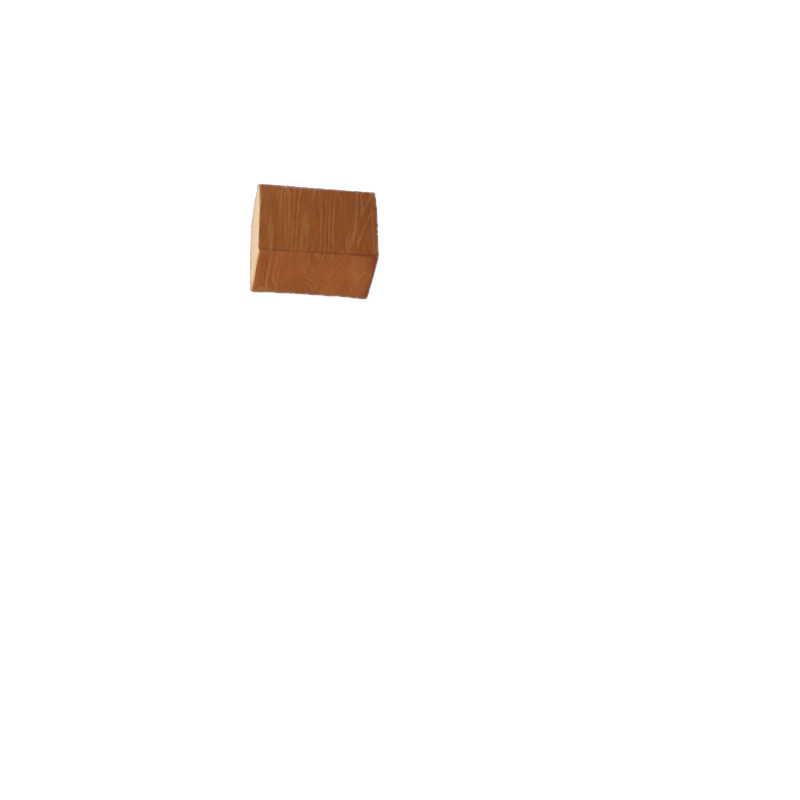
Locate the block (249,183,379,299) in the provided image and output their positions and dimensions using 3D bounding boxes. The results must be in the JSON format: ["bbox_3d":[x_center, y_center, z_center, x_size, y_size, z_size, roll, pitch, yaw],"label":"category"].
[{"bbox_3d":[-0.056,-0.101,0.709,0.077,0.055,0.050,4,-31,-8],"label":"block"}]
